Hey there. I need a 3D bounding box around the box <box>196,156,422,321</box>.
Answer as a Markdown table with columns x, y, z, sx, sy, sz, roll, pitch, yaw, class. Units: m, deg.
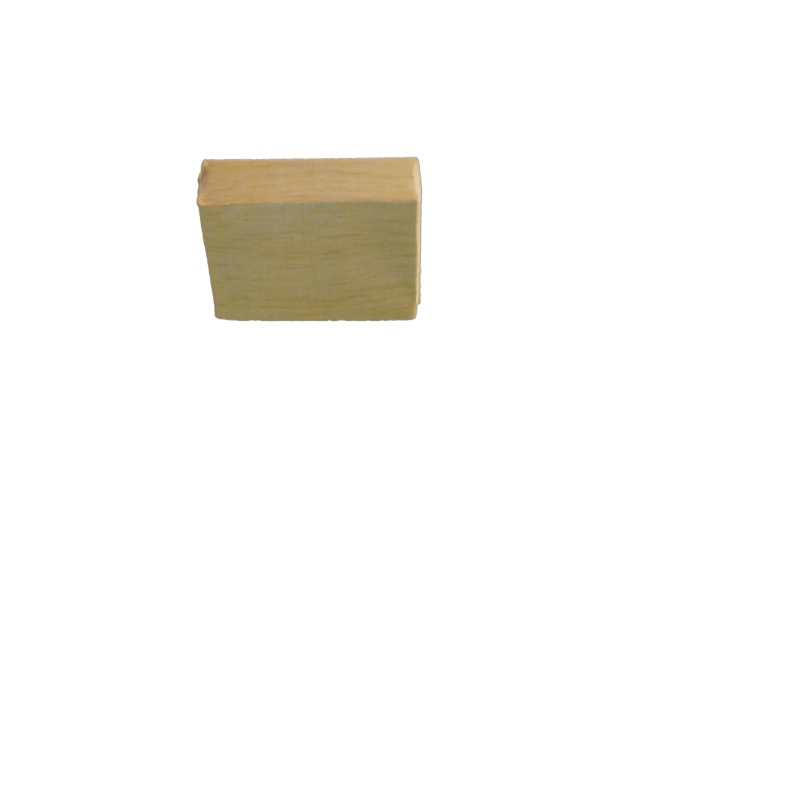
| x | y | z | sx | sy | sz | roll | pitch | yaw | class |
| --- | --- | --- | --- | --- | --- | --- | --- | --- | --- |
| -0.045 | -0.083 | 0.580 | 0.114 | 0.042 | 0.083 | -1 | -42 | 1 | box |
